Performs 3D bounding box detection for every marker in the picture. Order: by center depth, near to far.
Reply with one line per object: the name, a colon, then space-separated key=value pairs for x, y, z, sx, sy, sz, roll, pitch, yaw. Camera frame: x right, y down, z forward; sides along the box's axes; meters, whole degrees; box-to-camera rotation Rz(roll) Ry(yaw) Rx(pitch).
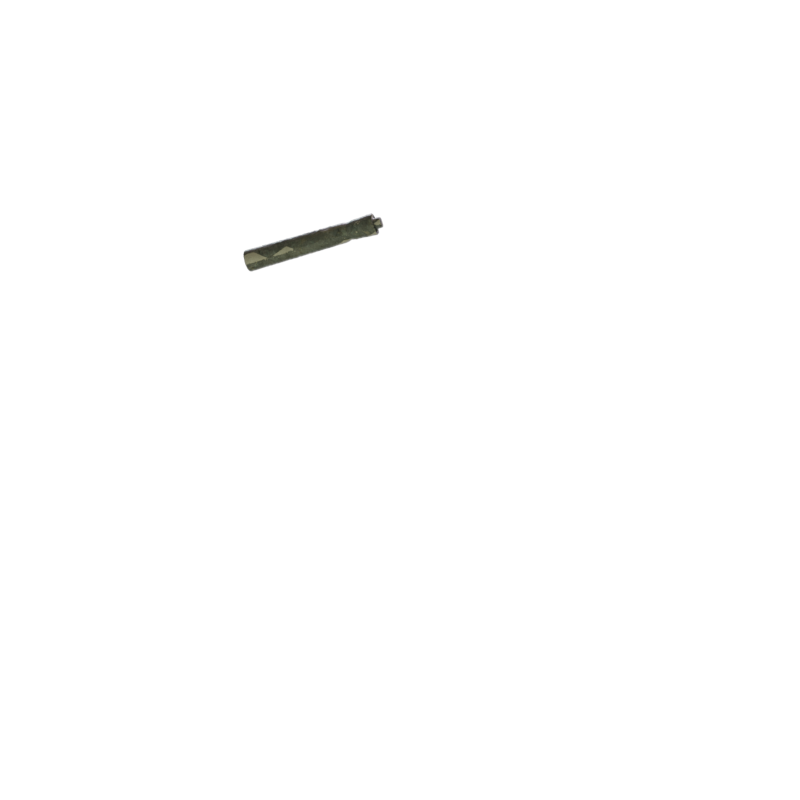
marker: x=-0.073 y=-0.133 z=0.930 sx=0.122 sy=0.020 sz=0.019 roll=-14 pitch=1 yaw=14
